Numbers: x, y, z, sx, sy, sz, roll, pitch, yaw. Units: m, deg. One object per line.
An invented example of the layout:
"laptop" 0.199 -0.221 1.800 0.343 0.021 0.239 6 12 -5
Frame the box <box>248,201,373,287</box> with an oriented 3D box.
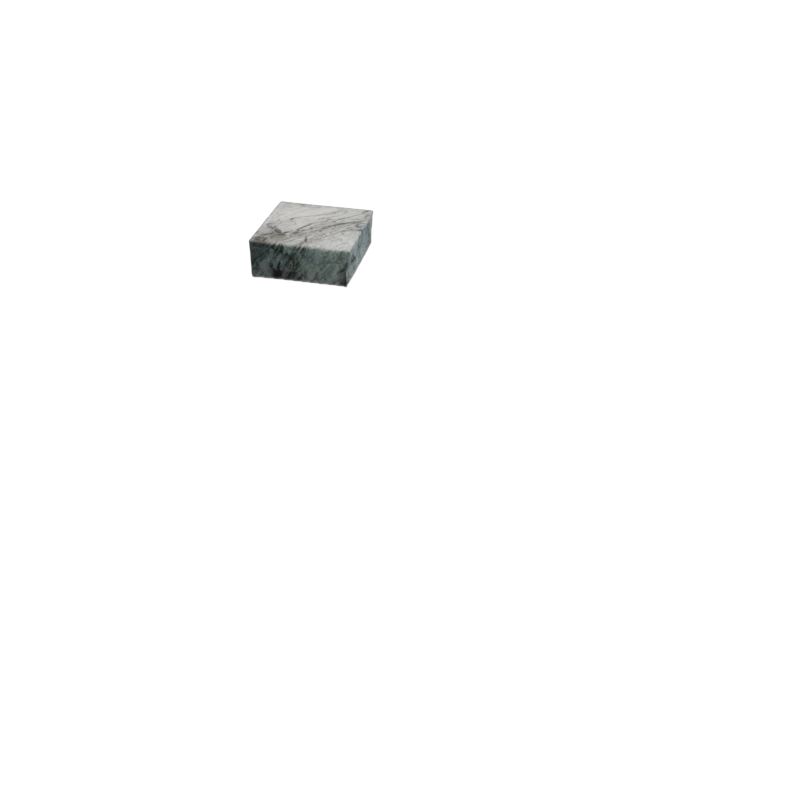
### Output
"box" -0.078 -0.142 0.993 0.091 0.037 0.118 5 29 9
